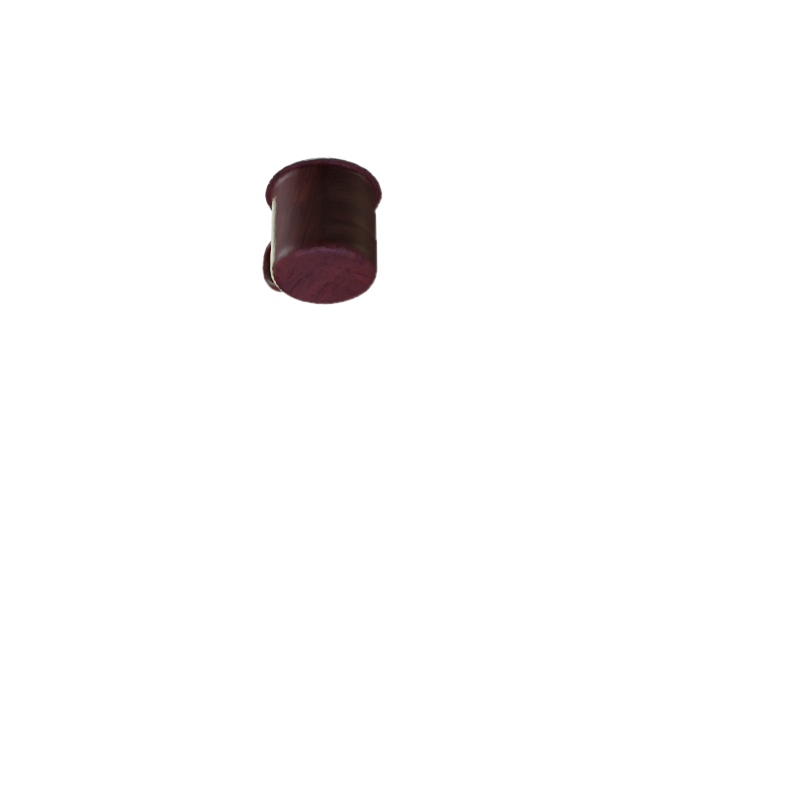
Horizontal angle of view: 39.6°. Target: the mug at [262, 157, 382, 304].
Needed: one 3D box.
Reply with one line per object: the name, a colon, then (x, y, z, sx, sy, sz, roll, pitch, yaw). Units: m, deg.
mug: (-0.068, -0.124, 0.869, 0.117, 0.087, 0.087, -27, -40, 36)
